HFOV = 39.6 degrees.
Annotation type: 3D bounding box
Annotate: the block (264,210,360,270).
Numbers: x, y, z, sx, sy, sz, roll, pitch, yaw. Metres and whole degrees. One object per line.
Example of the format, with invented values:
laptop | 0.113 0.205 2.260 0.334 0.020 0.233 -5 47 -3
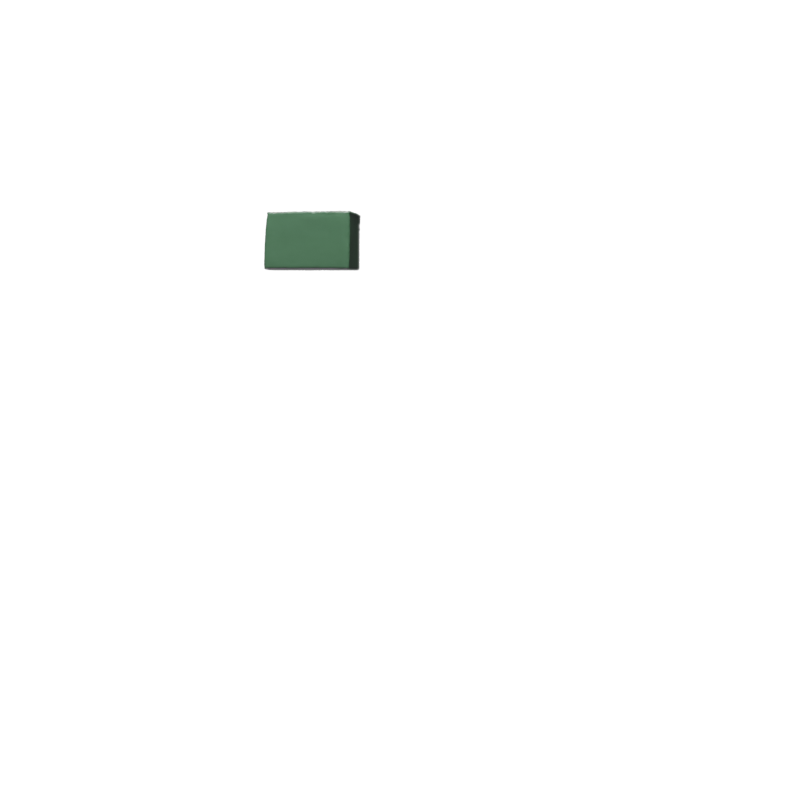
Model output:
block | -0.078 -0.142 0.996 0.079 0.051 0.052 1 2 11
